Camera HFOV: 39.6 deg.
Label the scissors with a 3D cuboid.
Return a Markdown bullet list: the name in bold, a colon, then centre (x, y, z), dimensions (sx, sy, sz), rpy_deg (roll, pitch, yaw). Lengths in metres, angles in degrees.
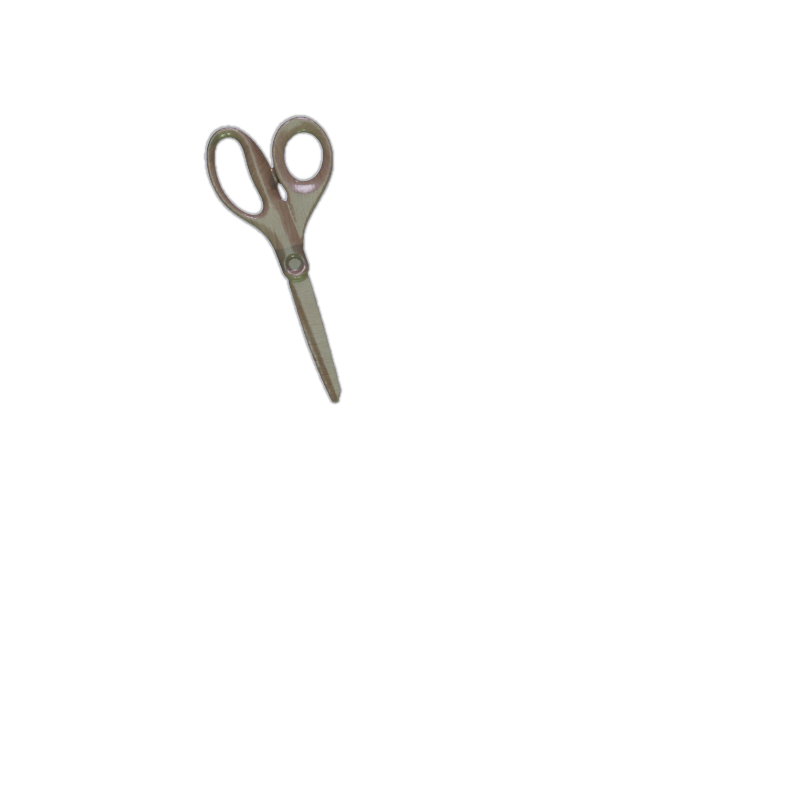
- **scissors**: centre (-0.059, -0.108, 0.759), dimensions (0.096, 0.205, 0.015), rpy_deg (-32, -7, -4)
